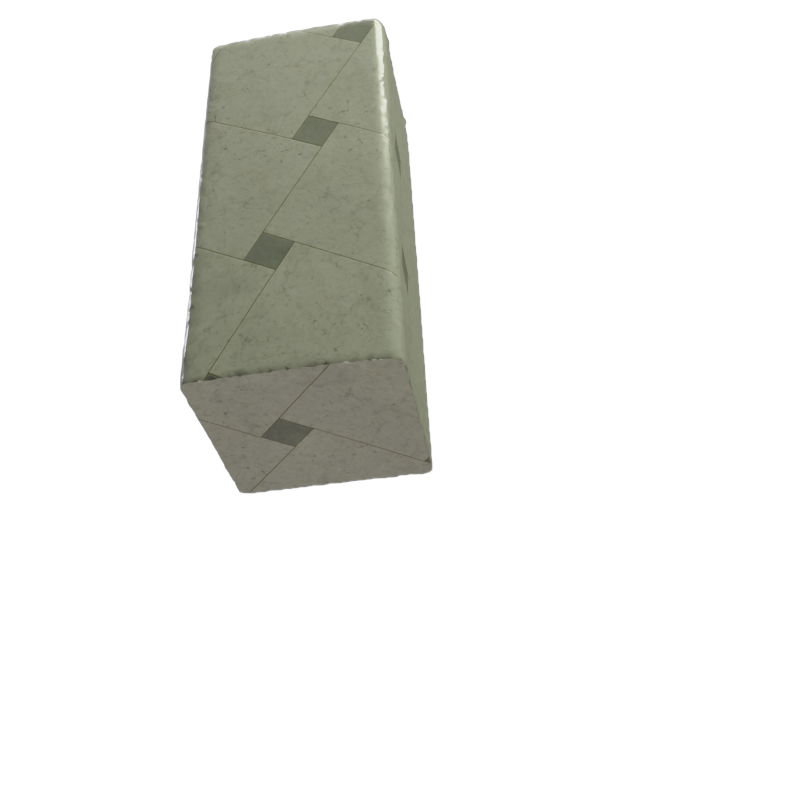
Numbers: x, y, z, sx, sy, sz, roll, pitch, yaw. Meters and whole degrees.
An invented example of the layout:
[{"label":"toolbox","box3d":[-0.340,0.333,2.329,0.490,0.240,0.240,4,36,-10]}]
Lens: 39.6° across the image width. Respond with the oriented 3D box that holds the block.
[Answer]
[{"label":"block","box3d":[-0.040,-0.075,0.521,0.091,0.221,0.084,-8,-38,7]}]
